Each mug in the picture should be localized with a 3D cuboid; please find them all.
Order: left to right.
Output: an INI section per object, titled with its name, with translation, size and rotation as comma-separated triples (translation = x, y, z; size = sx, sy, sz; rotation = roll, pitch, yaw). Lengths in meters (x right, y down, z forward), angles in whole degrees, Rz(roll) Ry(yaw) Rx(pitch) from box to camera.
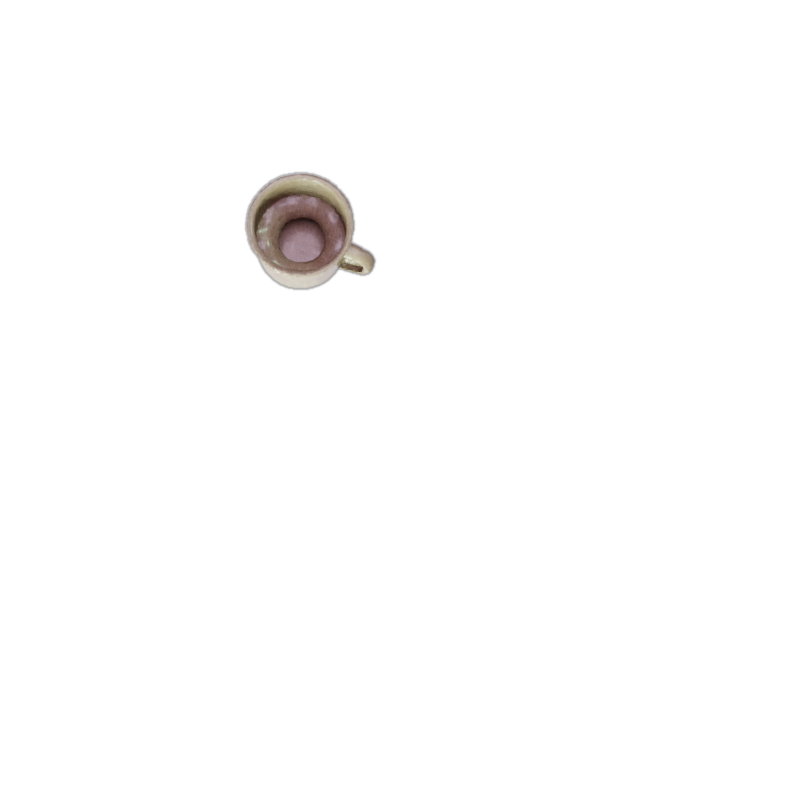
[mug]
translation = -0.077, -0.141, 0.988
size = 0.118, 0.095, 0.079
rotation = 21, -12, 3
